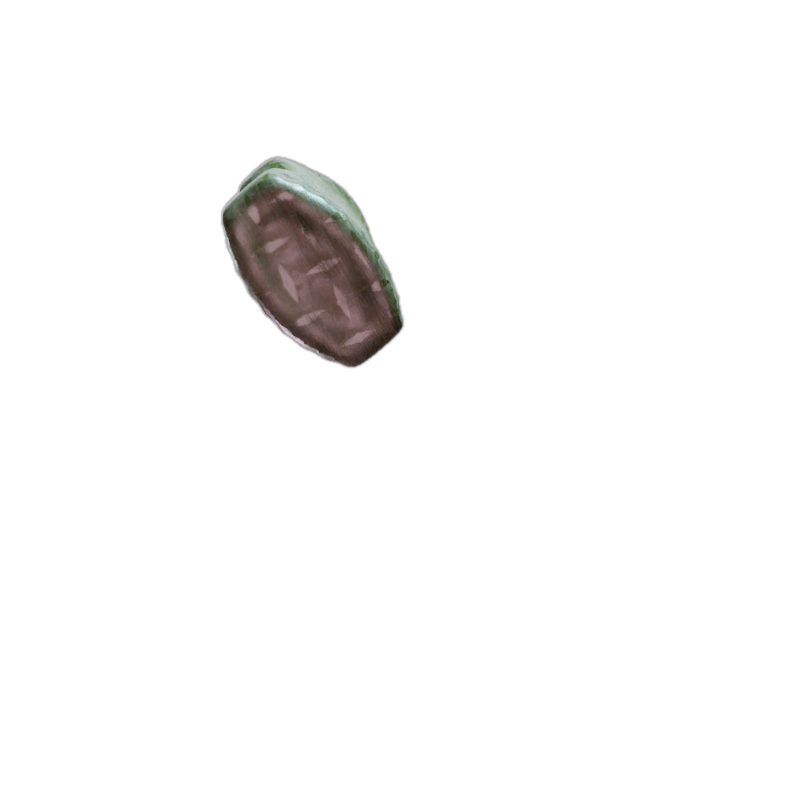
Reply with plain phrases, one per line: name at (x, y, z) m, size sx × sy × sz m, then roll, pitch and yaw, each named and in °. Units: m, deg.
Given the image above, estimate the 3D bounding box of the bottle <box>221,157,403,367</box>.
bottle at (-0.046, -0.083, 0.584) m, size 0.058 × 0.094 × 0.198 m, roll -42°, pitch 14°, yaw 8°
